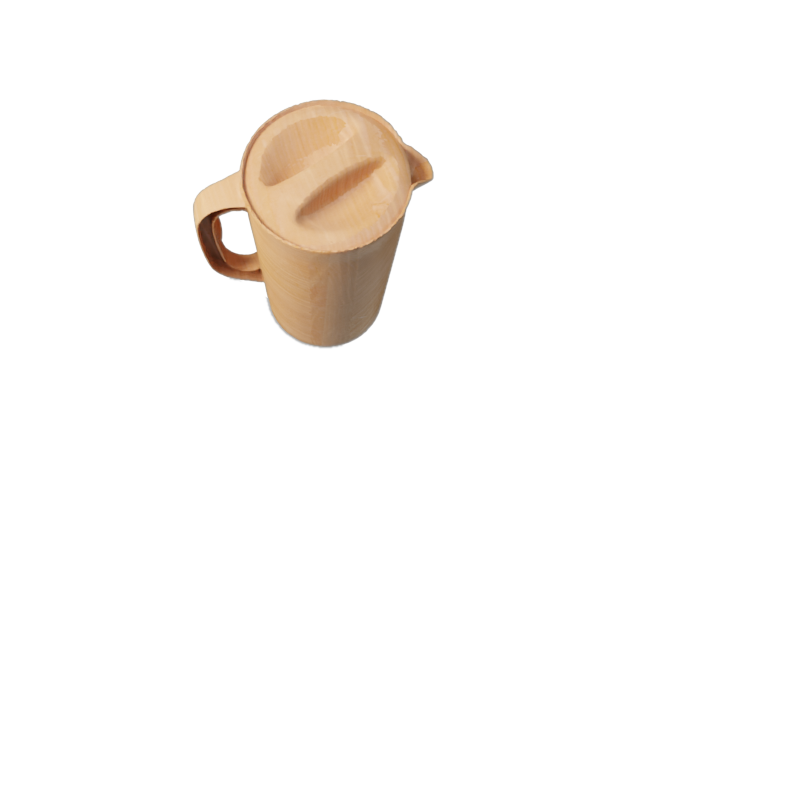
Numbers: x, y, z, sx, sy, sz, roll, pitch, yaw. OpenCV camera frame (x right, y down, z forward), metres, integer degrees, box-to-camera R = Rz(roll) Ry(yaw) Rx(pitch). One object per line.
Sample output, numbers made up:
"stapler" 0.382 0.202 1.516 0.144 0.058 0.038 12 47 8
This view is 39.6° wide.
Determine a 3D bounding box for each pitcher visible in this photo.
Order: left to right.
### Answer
"pitcher" -0.073 -0.134 0.939 0.154 0.148 0.231 32 -20 9
